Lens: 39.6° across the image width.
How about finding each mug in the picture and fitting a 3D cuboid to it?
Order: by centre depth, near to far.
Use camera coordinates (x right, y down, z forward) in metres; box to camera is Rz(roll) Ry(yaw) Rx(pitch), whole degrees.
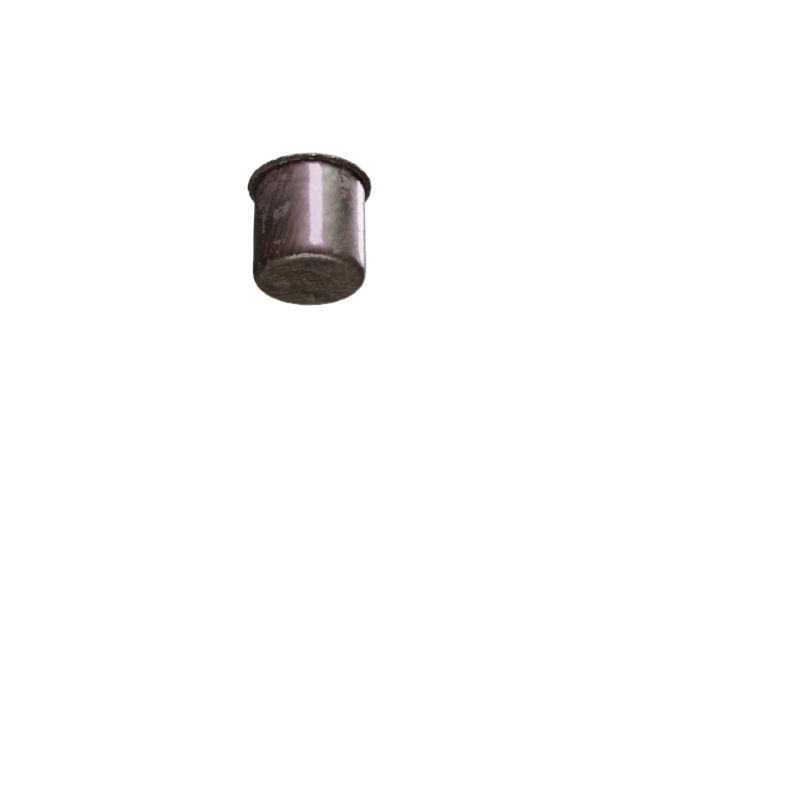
[{"bbox_3d":[-0.064,-0.117,0.821,0.094,0.086,0.109,-6,-26,10],"label":"mug"}]
